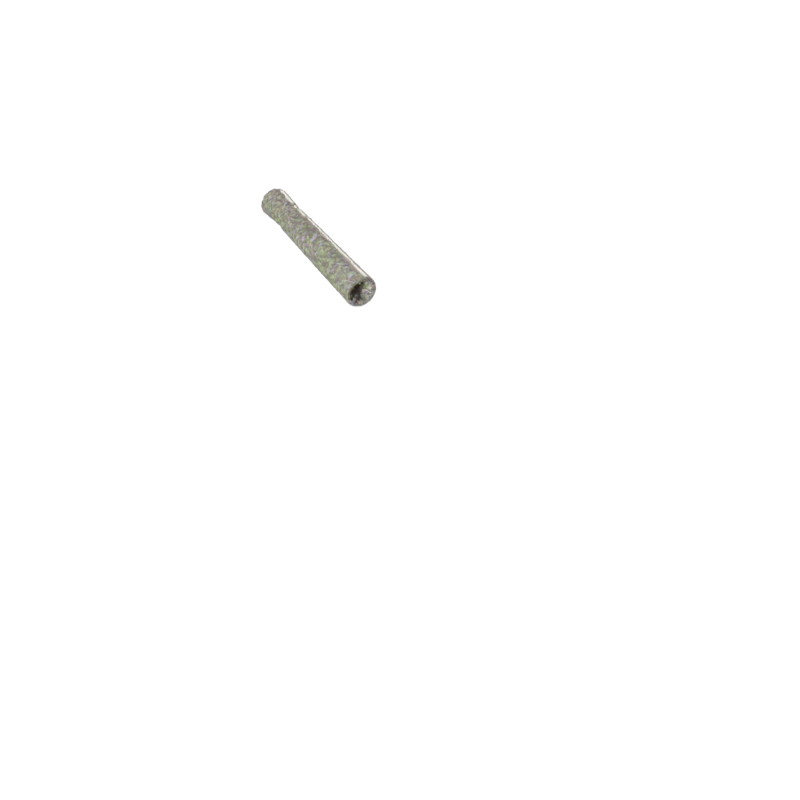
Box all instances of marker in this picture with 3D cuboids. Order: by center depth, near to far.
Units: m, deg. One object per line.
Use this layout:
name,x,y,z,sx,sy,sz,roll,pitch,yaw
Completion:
marker,-0.051,-0.093,0.652,0.019,0.019,0.131,-2,33,-32
